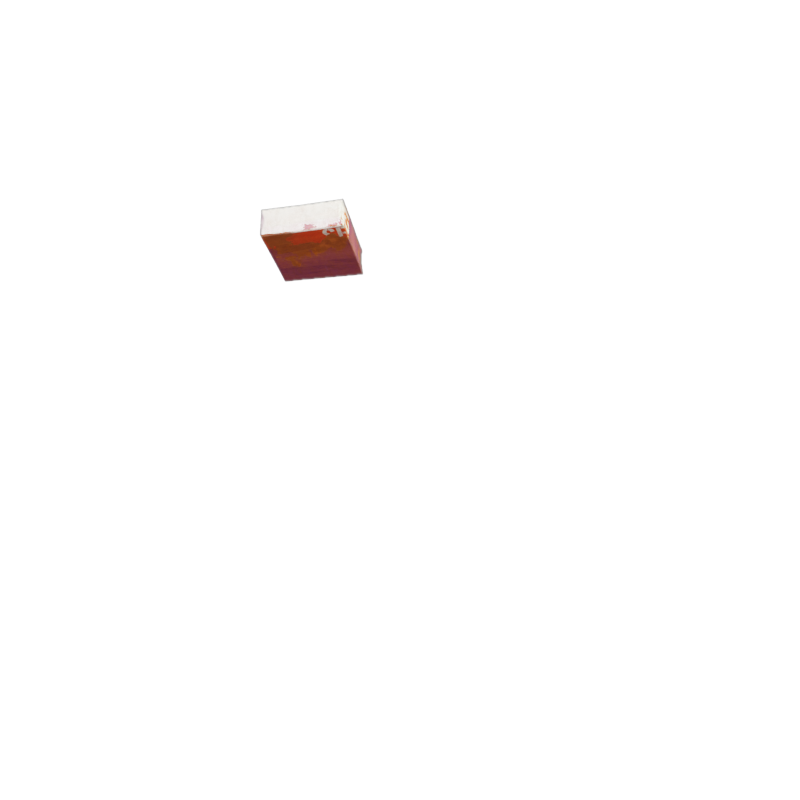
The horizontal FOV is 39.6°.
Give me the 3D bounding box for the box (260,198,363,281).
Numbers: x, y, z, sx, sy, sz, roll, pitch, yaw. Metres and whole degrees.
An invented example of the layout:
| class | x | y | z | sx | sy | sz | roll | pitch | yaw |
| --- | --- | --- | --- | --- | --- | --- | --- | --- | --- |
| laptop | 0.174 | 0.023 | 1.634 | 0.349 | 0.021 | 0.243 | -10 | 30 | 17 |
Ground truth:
| class | x | y | z | sx | sy | sz | roll | pitch | yaw |
| --- | --- | --- | --- | --- | --- | --- | --- | --- | --- |
| box | -0.076 | -0.139 | 0.971 | 0.074 | 0.032 | 0.083 | -5 | -25 | 10 |
